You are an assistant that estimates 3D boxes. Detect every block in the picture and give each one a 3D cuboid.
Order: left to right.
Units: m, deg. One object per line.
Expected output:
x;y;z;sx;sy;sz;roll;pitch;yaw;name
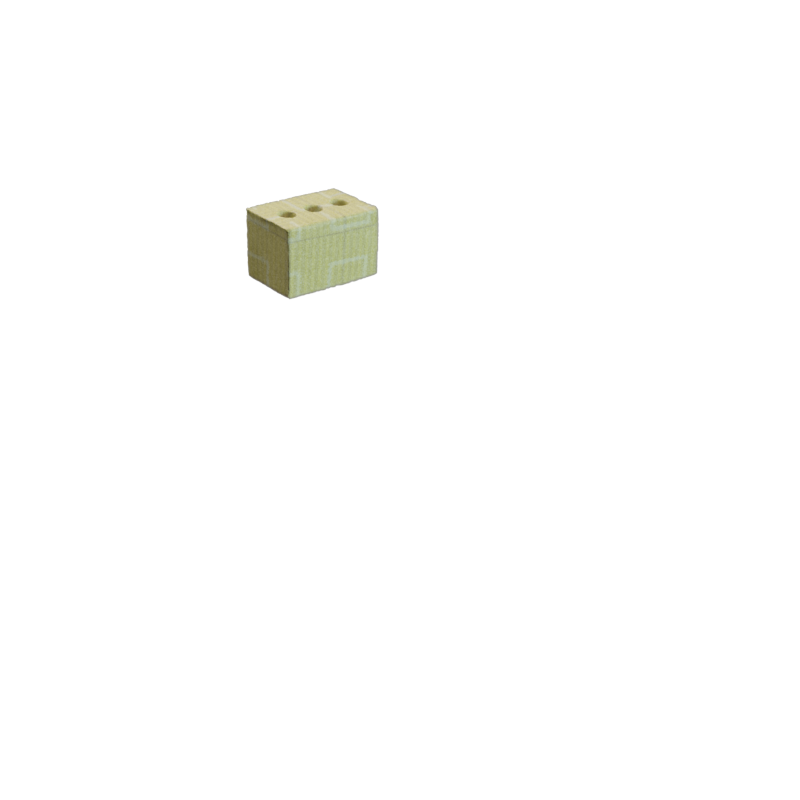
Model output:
-0.060;-0.109;0.765;0.077;0.049;0.056;-19;32;-34;block
